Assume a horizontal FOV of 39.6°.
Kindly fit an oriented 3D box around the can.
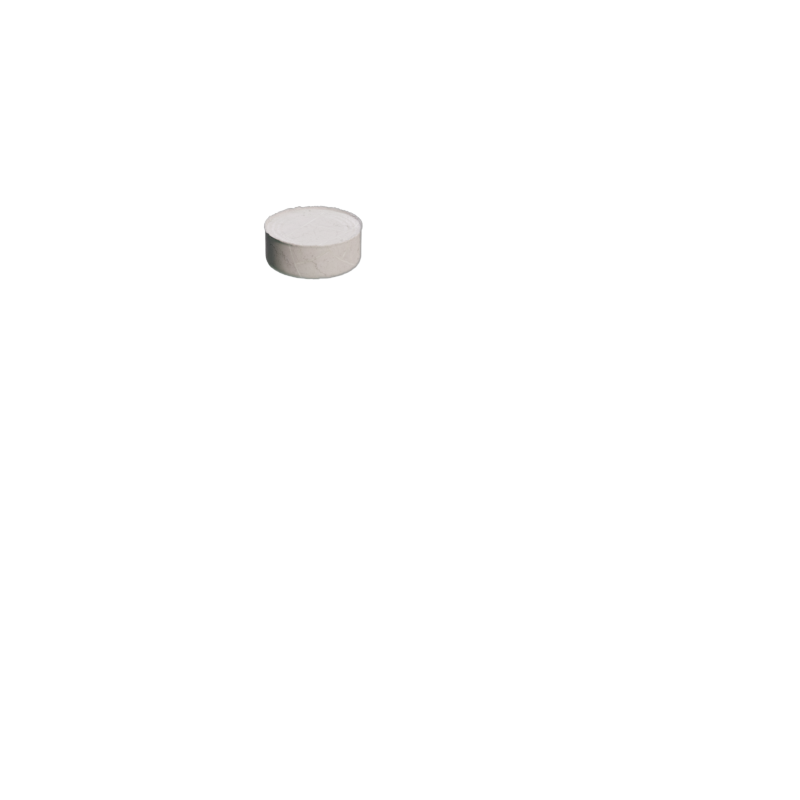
[{"bbox_3d":[-0.076,-0.138,0.967,0.086,0.032,0.091,-1,30,-2],"label":"can"}]
